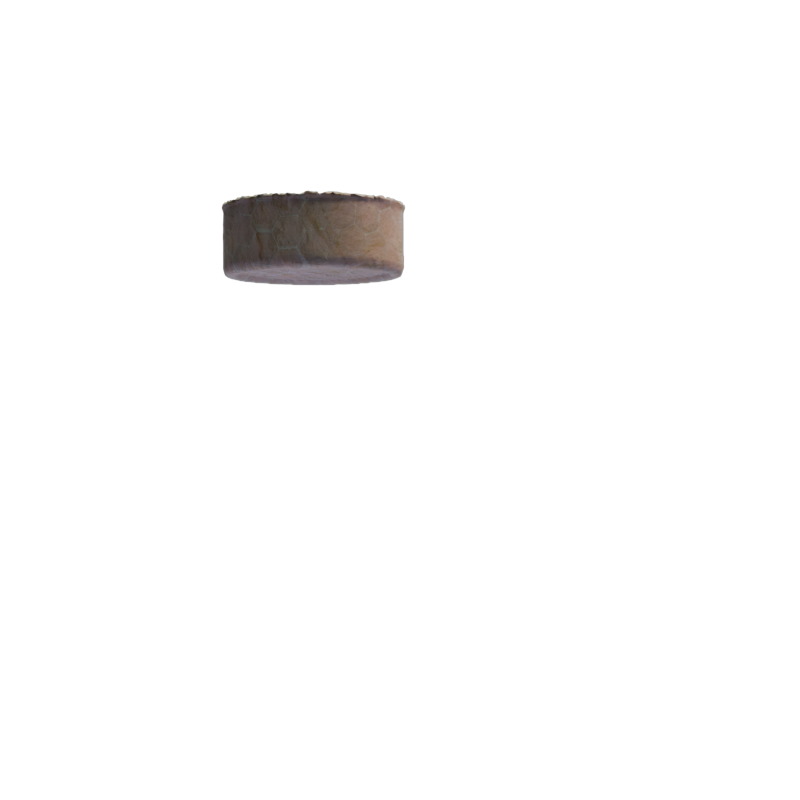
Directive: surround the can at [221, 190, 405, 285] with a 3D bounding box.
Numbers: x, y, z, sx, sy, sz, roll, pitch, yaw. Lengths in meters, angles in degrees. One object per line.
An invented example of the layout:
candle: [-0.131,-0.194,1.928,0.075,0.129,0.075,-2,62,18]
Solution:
can: [-0.041,-0.074,0.518,0.086,0.034,0.085,0,-1,-2]
